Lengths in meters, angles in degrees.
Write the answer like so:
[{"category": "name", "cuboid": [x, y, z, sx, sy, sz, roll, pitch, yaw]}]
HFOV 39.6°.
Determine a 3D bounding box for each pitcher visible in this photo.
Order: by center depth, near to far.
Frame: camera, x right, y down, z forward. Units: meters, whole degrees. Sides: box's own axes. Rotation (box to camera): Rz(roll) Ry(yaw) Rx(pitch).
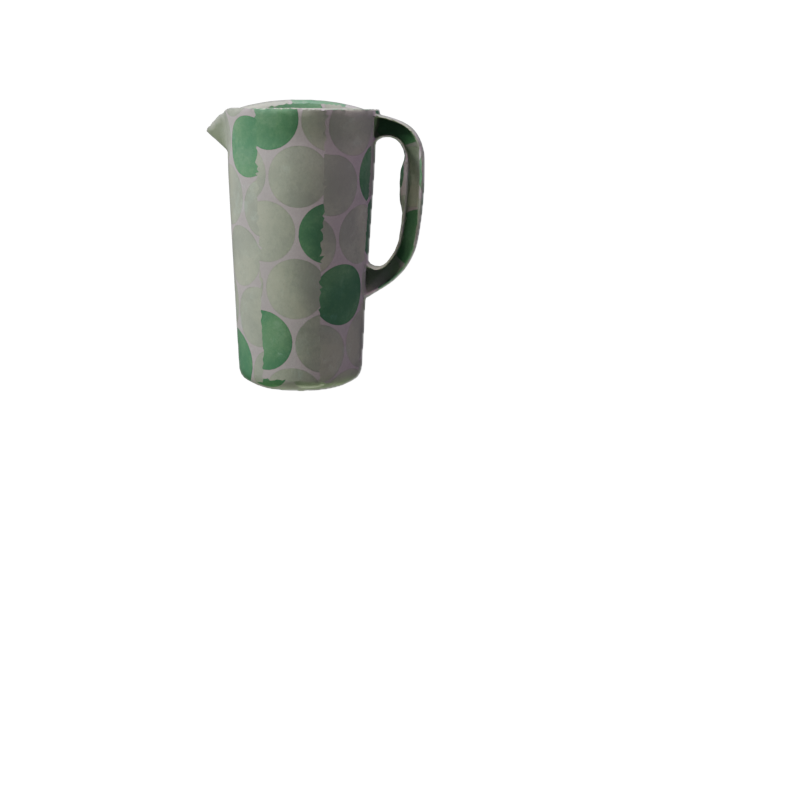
[{"category": "pitcher", "cuboid": [-0.075, -0.137, 0.957, 0.141, 0.238, 0.157, -7, 12, -37]}]
